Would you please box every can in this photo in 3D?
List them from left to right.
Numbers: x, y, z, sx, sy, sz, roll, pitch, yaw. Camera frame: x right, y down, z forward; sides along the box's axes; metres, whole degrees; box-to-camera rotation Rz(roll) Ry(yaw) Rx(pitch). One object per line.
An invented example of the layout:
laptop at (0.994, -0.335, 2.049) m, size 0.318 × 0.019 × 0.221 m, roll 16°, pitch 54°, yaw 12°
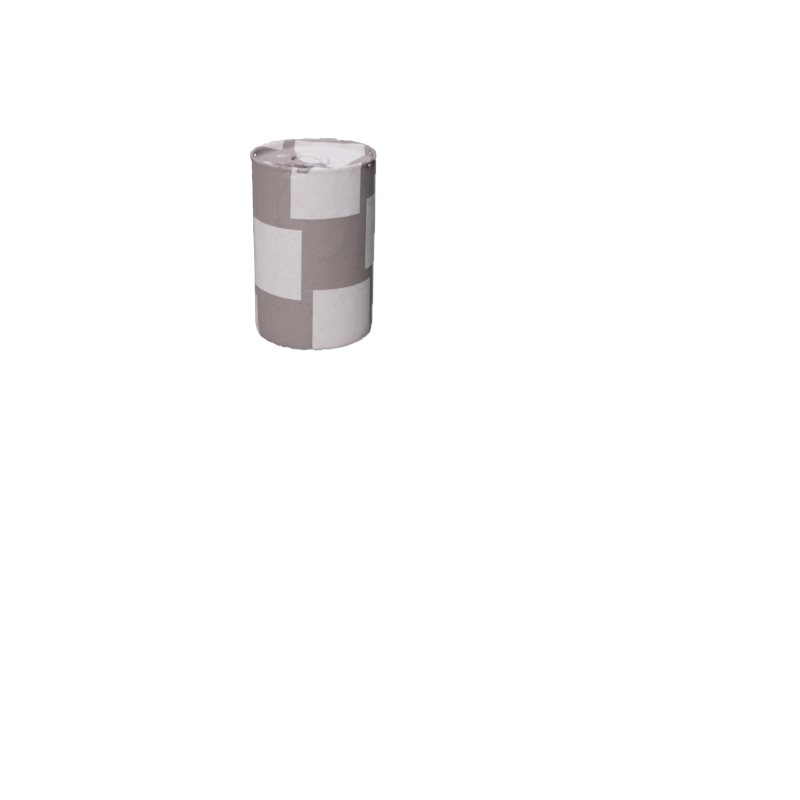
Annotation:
can at (-0.048, -0.087, 0.610) m, size 0.068 × 0.098 × 0.072 m, roll 0°, pitch 22°, yaw -2°
